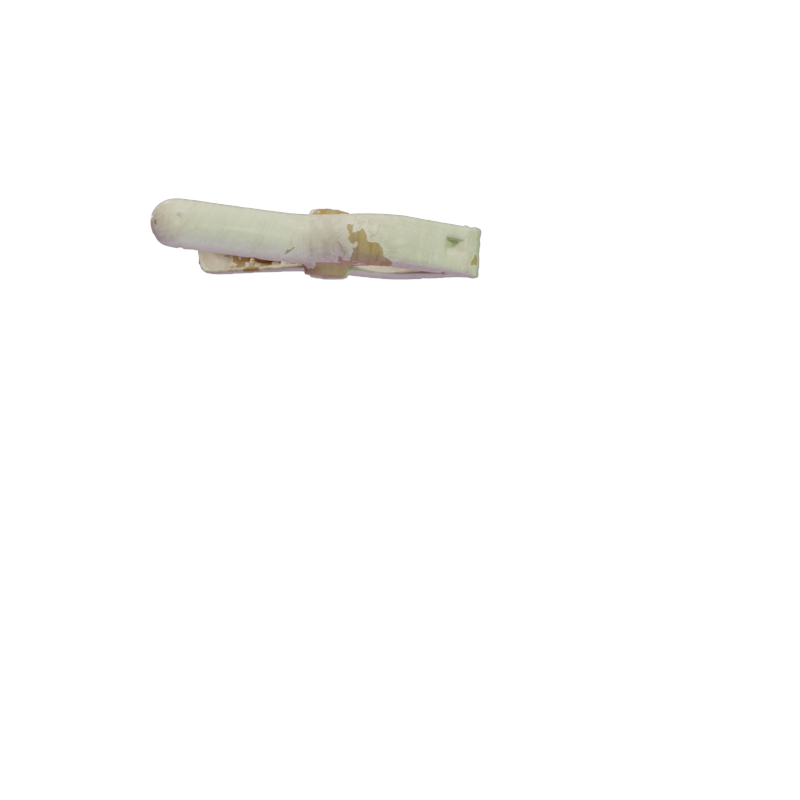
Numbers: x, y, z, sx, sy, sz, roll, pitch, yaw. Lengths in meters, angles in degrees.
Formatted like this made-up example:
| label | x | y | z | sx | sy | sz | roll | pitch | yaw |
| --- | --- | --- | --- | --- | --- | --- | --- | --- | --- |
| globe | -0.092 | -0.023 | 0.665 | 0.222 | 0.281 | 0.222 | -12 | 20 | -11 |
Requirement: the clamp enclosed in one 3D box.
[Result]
| label | x | y | z | sx | sy | sz | roll | pitch | yaw |
| --- | --- | --- | --- | --- | --- | --- | --- | --- | --- |
| clamp | -0.046 | -0.084 | 0.590 | 0.175 | 0.039 | 0.118 | 1 | 3 | 14 |
